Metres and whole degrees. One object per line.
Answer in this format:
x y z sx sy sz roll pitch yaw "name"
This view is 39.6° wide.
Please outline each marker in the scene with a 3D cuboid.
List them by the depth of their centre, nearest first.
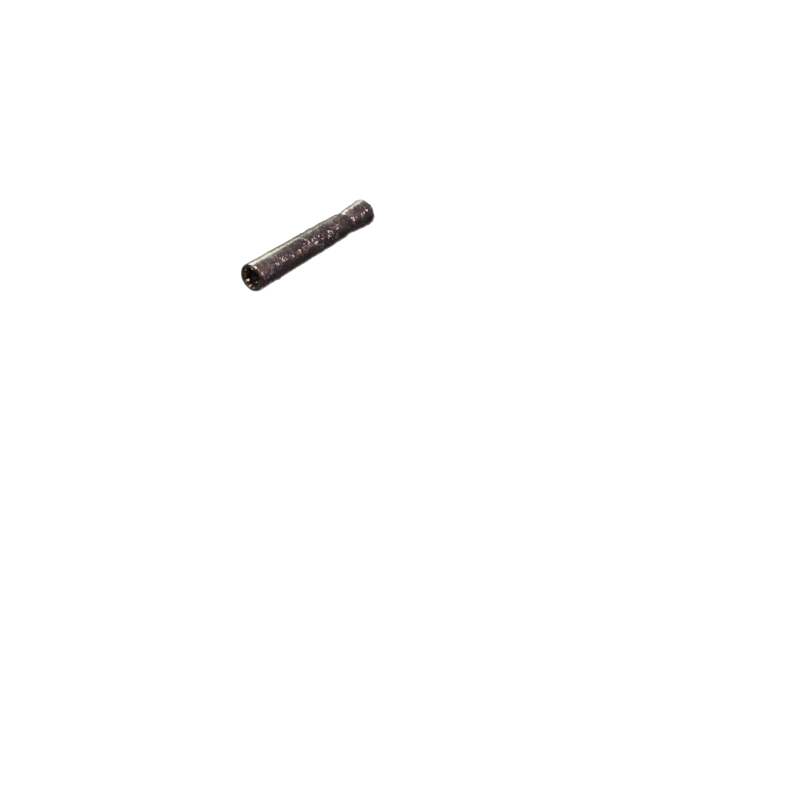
-0.057 -0.103 0.724 0.021 0.019 0.122 3 29 40 "marker"
